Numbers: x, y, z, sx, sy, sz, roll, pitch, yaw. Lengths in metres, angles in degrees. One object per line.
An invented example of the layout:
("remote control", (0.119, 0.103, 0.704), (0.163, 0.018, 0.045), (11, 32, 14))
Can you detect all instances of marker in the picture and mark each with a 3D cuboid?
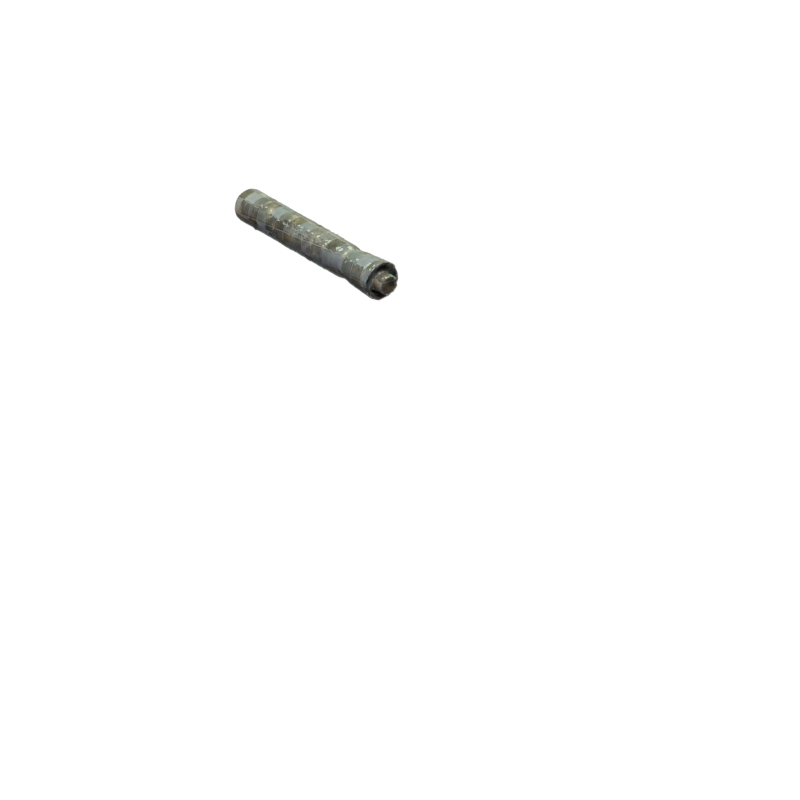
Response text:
("marker", (-0.042, -0.078, 0.543), (0.019, 0.019, 0.130), (-3, 26, -38))
